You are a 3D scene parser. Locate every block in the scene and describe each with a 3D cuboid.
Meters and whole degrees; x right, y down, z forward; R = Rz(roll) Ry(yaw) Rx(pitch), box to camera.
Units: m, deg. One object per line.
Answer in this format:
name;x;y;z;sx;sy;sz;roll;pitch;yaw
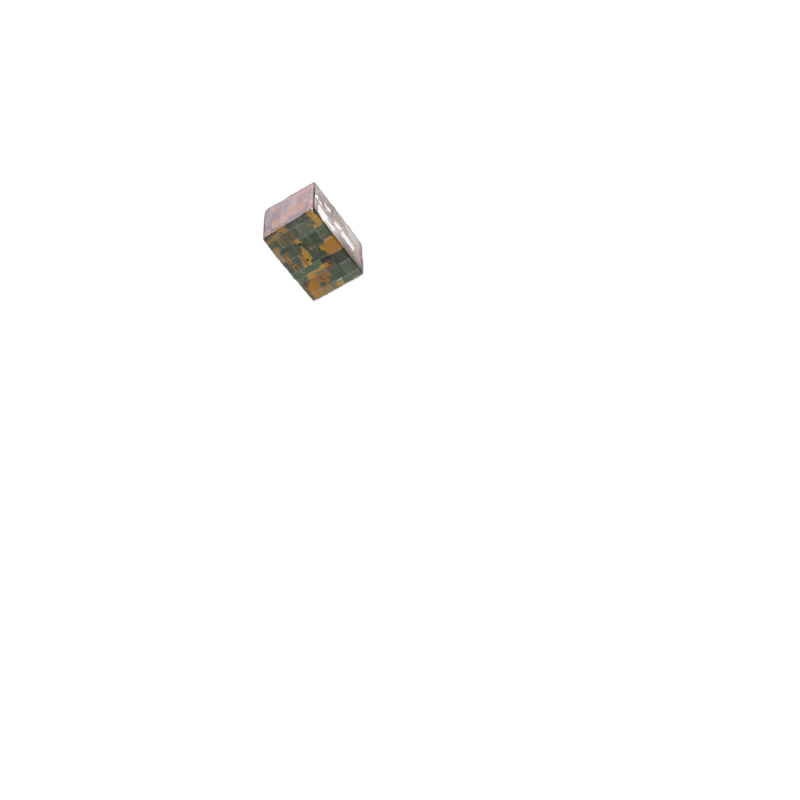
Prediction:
block;-0.073;-0.134;0.938;0.053;0.073;0.055;-28;30;17
